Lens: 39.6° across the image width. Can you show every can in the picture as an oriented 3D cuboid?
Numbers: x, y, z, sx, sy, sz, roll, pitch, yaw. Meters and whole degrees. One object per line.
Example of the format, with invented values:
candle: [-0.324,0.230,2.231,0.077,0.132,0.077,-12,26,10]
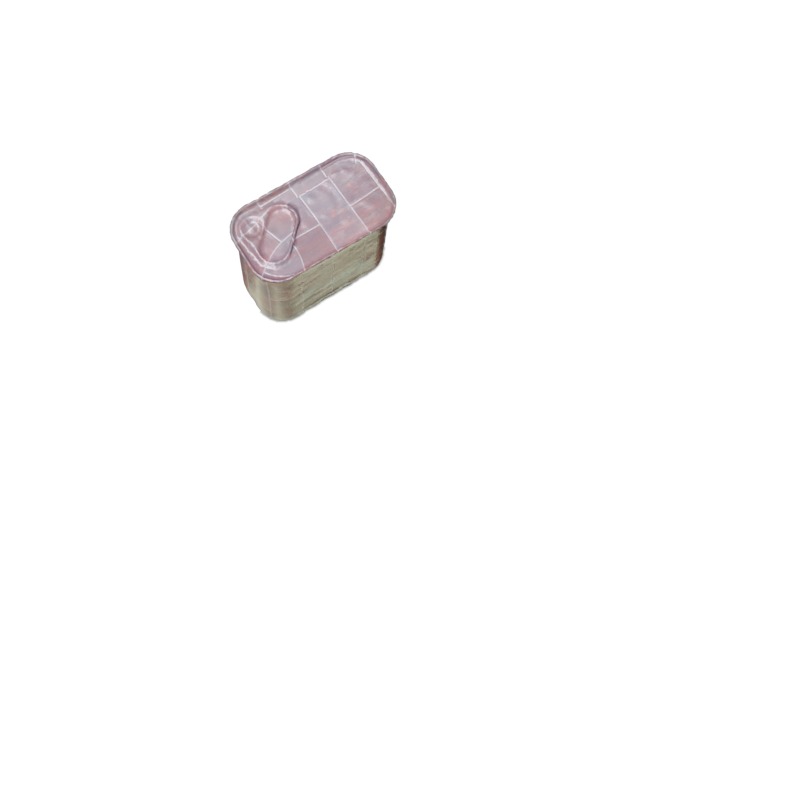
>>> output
can: [-0.056,-0.102,0.718,0.102,0.060,0.080,-31,-14,-12]
